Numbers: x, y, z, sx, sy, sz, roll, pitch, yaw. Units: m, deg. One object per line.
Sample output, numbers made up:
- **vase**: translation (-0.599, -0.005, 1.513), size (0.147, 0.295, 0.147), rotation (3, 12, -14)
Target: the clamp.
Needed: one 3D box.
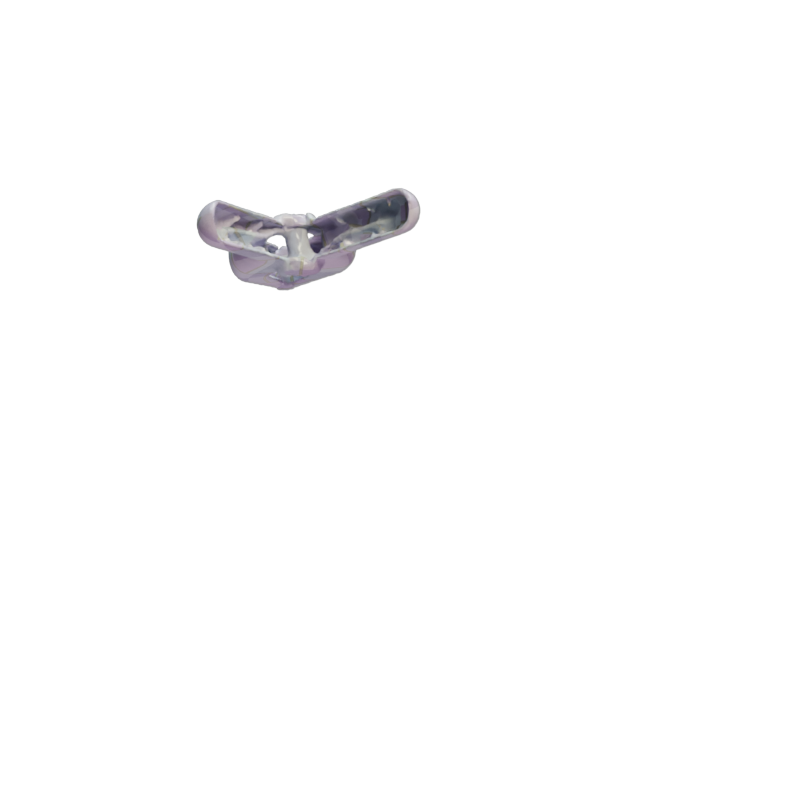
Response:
- **clamp**: translation (-0.052, -0.095, 0.662), size (0.120, 0.040, 0.169), rotation (0, -2, -1)
